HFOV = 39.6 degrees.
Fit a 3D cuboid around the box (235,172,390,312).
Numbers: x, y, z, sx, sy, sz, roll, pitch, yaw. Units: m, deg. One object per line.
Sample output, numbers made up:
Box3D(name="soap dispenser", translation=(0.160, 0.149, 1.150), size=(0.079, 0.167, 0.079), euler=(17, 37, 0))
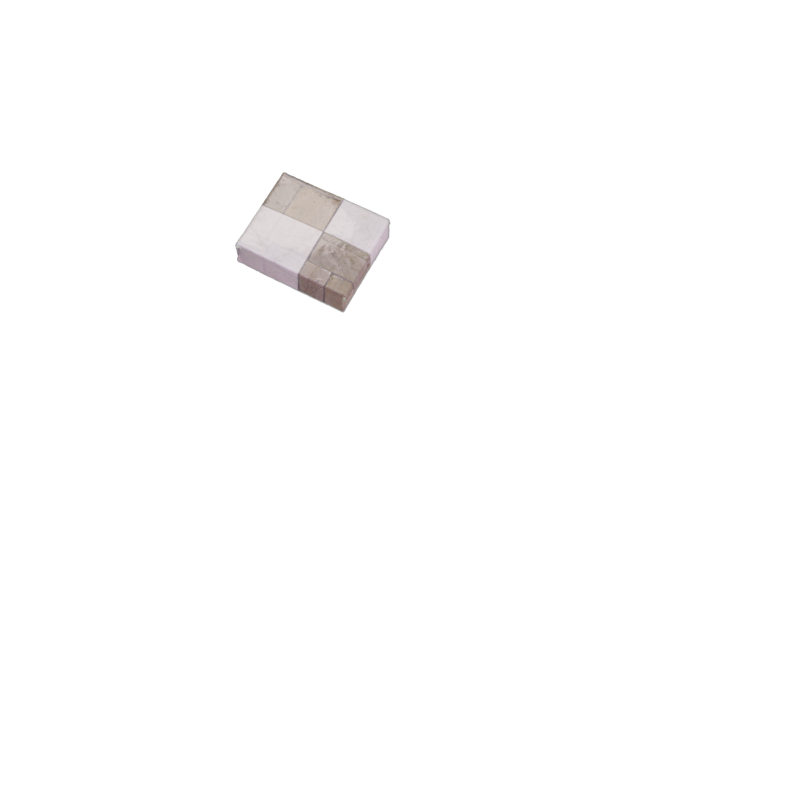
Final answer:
Box3D(name="box", translation=(-0.078, -0.142, 0.997), size=(0.117, 0.093, 0.036), euler=(24, -28, 13))
